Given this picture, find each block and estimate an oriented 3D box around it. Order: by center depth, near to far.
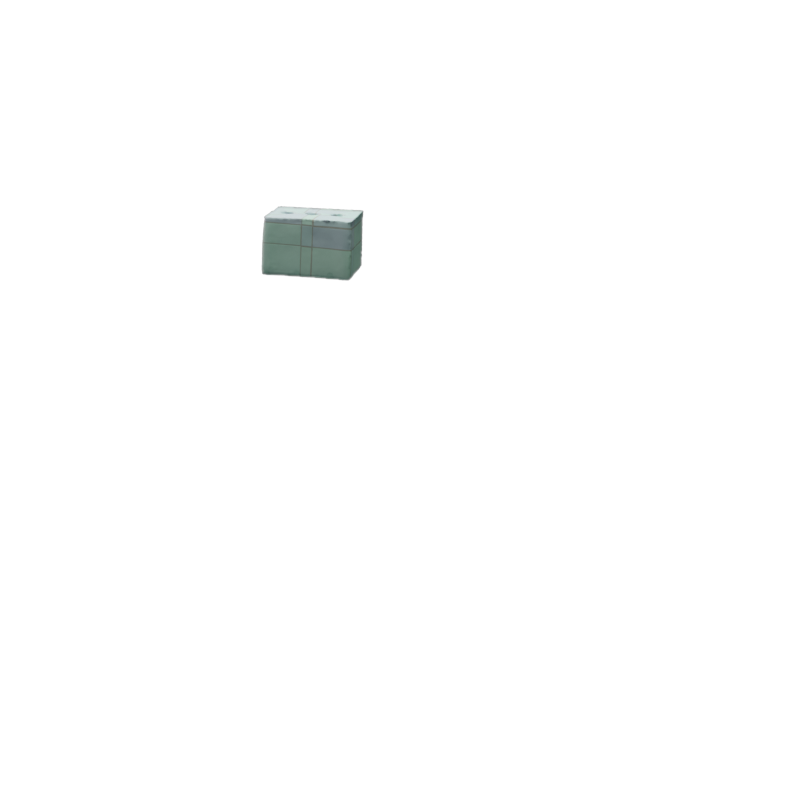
[{"bbox_3d":[-0.074,-0.135,0.947,0.079,0.049,0.054,4,18,12],"label":"block"}]
